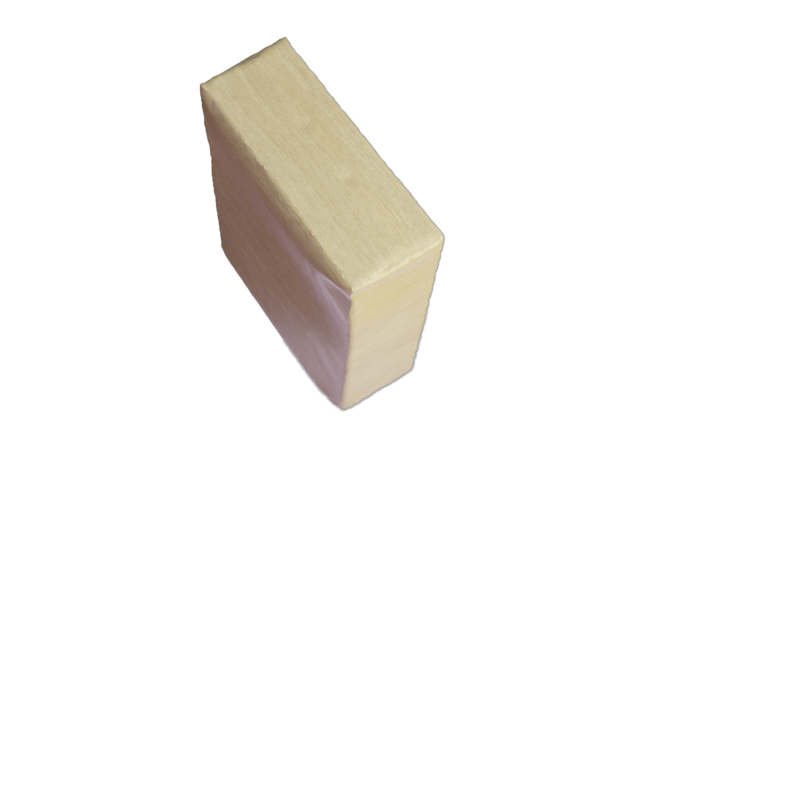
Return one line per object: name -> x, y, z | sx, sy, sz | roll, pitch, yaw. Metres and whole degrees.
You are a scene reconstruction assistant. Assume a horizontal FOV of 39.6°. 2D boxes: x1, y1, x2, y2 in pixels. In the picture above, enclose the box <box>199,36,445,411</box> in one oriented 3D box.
box -> -0.056, -0.102, 0.717 | 0.072, 0.173, 0.203 | -32, -17, -14
